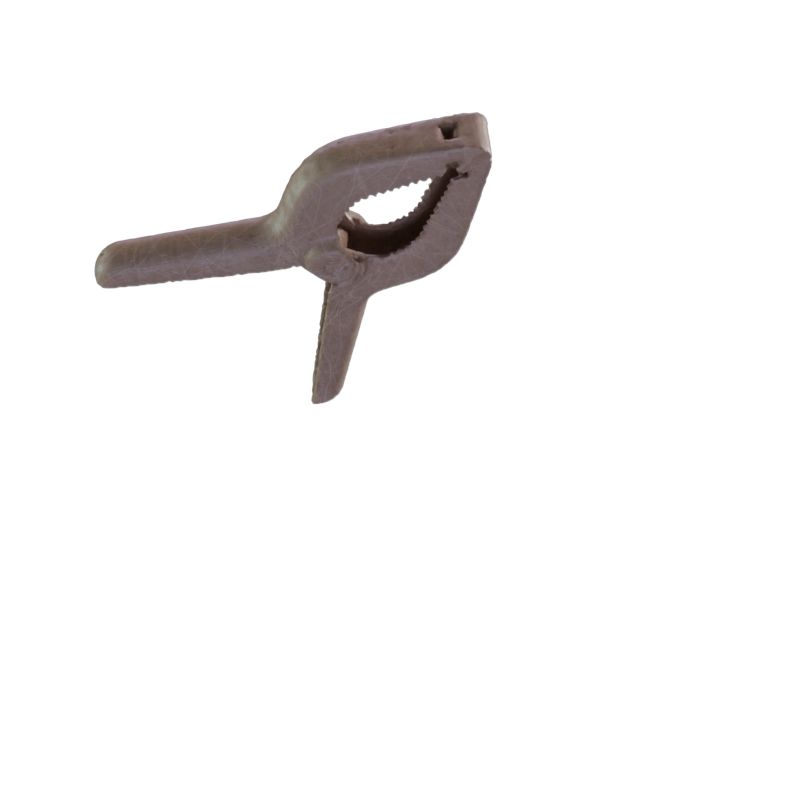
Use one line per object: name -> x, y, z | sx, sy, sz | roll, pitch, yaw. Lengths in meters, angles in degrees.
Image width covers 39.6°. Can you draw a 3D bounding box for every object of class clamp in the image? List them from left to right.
clamp -> -0.044, -0.080, 0.559 | 0.156, 0.039, 0.206 | 26, -46, -28
